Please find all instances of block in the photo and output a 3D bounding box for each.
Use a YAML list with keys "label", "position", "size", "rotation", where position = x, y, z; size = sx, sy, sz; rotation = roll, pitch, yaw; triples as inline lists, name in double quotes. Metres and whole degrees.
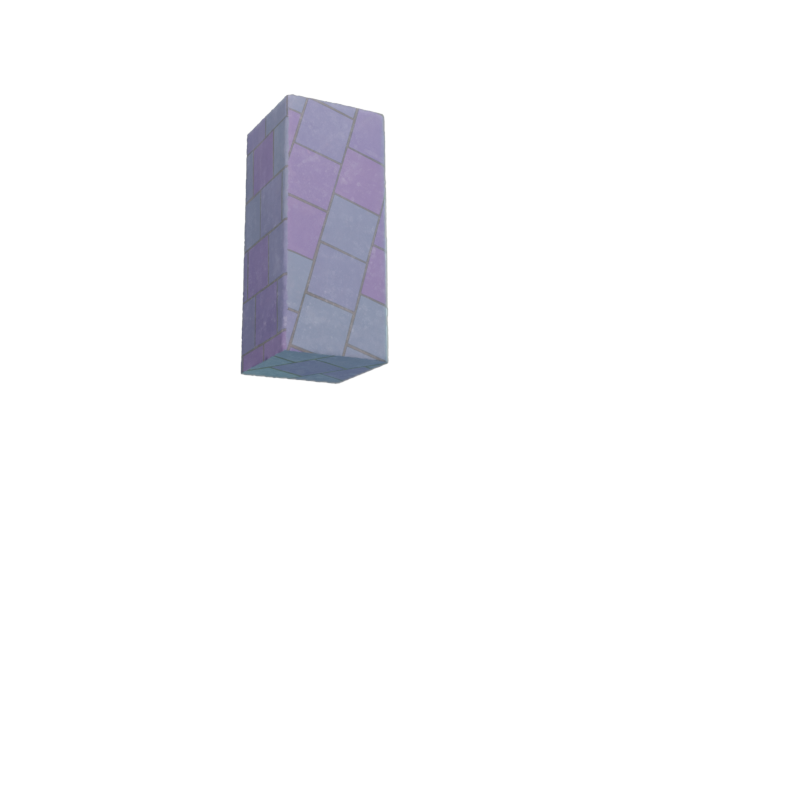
- label: "block"
  position: [-0.069, -0.126, 0.885]
  size: [0.087, 0.215, 0.090]
  rotation: [8, -20, -27]
